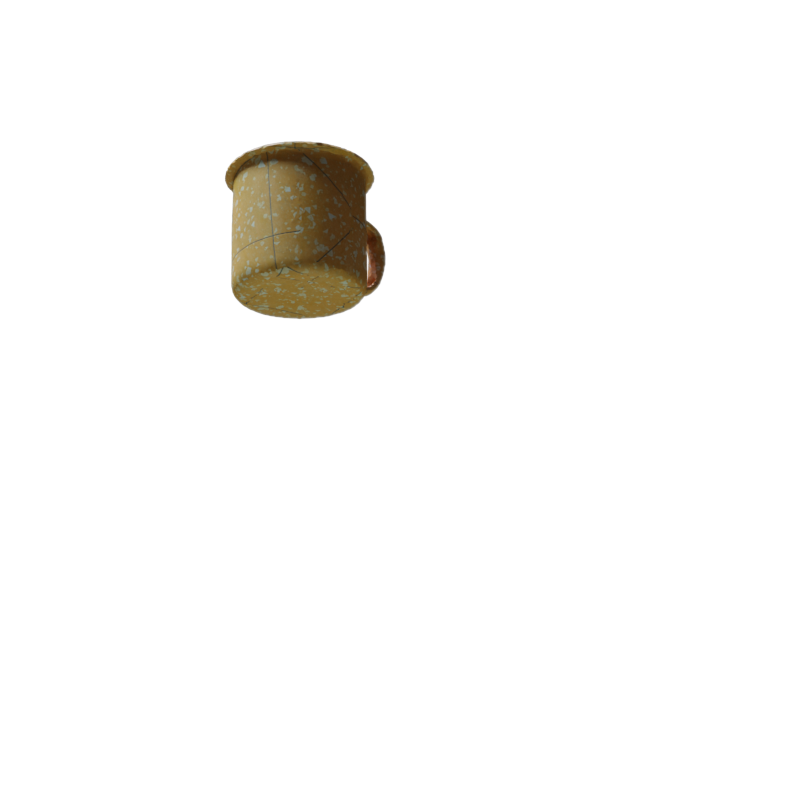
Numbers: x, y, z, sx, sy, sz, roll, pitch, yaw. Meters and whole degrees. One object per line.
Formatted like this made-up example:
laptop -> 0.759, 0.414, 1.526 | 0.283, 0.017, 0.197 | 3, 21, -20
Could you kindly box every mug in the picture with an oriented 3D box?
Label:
mug -> -0.054, -0.098, 0.685 | 0.094, 0.086, 0.110 | -19, -27, 40
